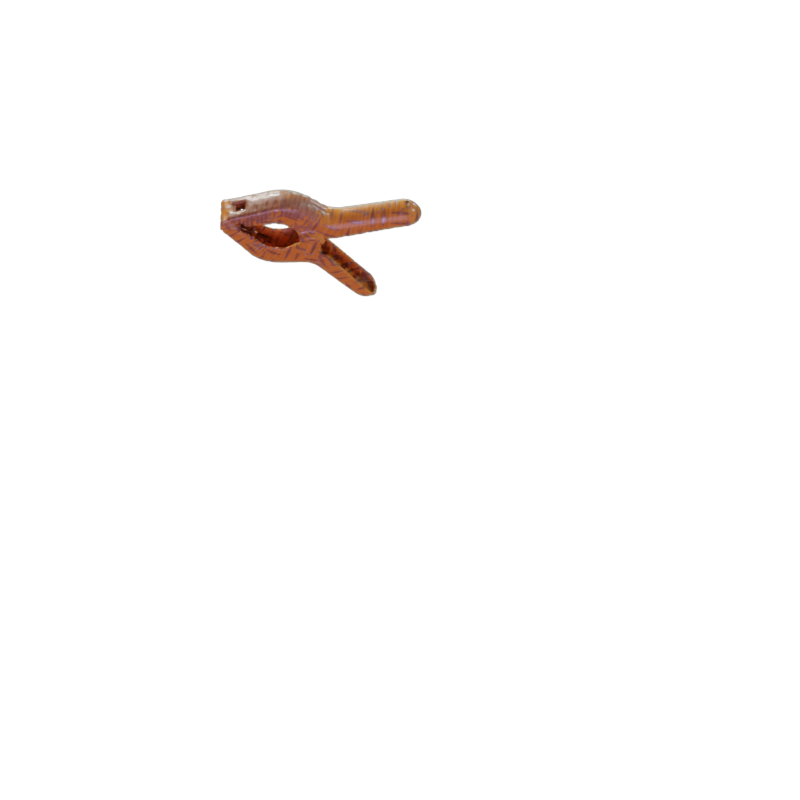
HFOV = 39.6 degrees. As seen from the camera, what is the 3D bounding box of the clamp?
[{"bbox_3d":[-0.077,-0.140,0.982,0.169,0.042,0.113,7,-45,-8],"label":"clamp"}]
